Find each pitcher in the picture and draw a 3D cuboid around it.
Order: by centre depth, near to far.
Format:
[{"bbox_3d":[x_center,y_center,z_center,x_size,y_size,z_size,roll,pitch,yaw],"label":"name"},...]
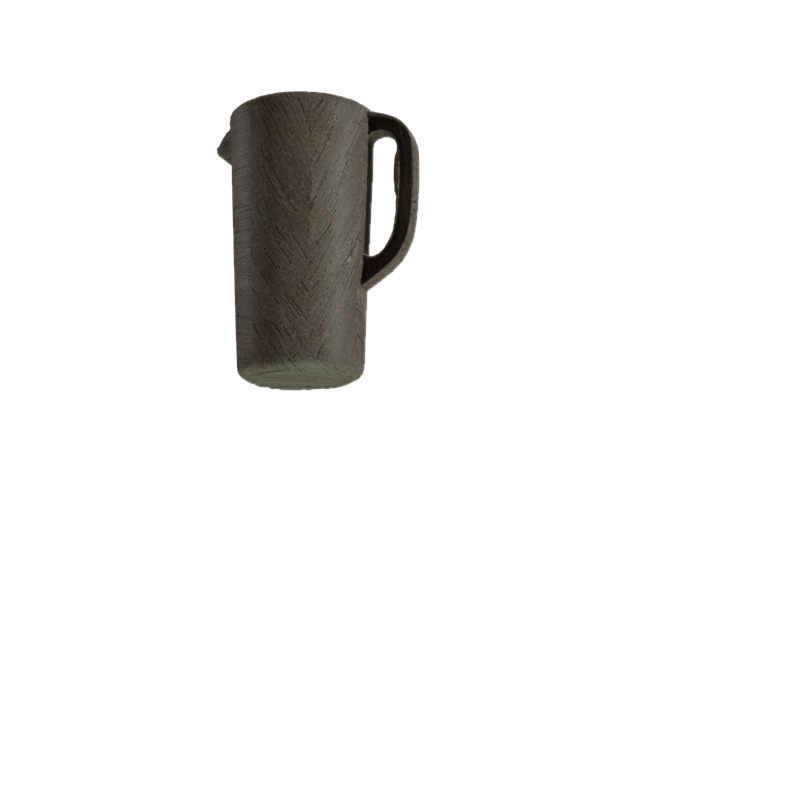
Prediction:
[{"bbox_3d":[-0.075,-0.137,0.960,0.140,0.253,0.149,7,-17,-27],"label":"pitcher"}]
